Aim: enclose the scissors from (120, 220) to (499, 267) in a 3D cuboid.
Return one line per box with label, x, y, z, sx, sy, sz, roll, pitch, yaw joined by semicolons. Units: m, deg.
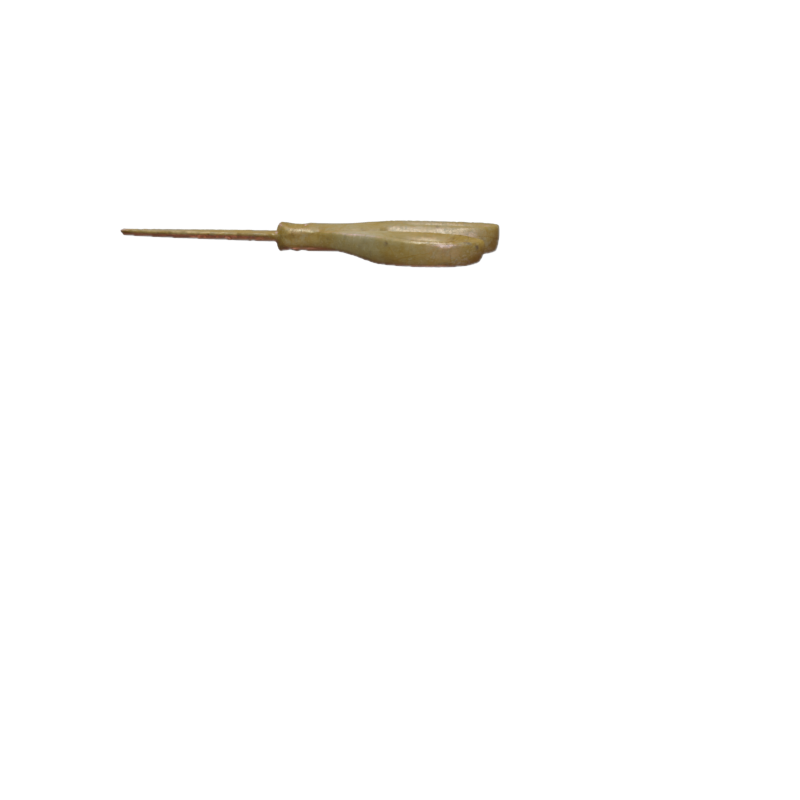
scissors;-0.045;-0.081;0.569;0.200;0.015;0.100;-2;16;-6
